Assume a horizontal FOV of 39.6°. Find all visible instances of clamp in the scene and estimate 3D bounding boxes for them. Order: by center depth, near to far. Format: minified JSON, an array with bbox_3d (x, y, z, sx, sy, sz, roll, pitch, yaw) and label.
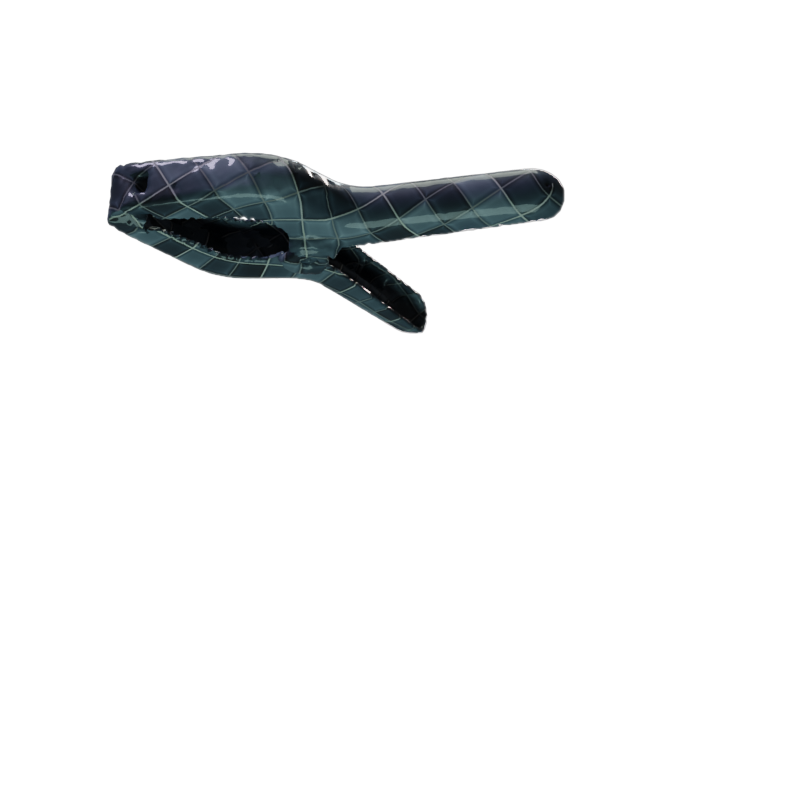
[{"bbox_3d":[-0.045,-0.081,0.569,0.206,0.038,0.159,6,-24,-14],"label":"clamp"}]
